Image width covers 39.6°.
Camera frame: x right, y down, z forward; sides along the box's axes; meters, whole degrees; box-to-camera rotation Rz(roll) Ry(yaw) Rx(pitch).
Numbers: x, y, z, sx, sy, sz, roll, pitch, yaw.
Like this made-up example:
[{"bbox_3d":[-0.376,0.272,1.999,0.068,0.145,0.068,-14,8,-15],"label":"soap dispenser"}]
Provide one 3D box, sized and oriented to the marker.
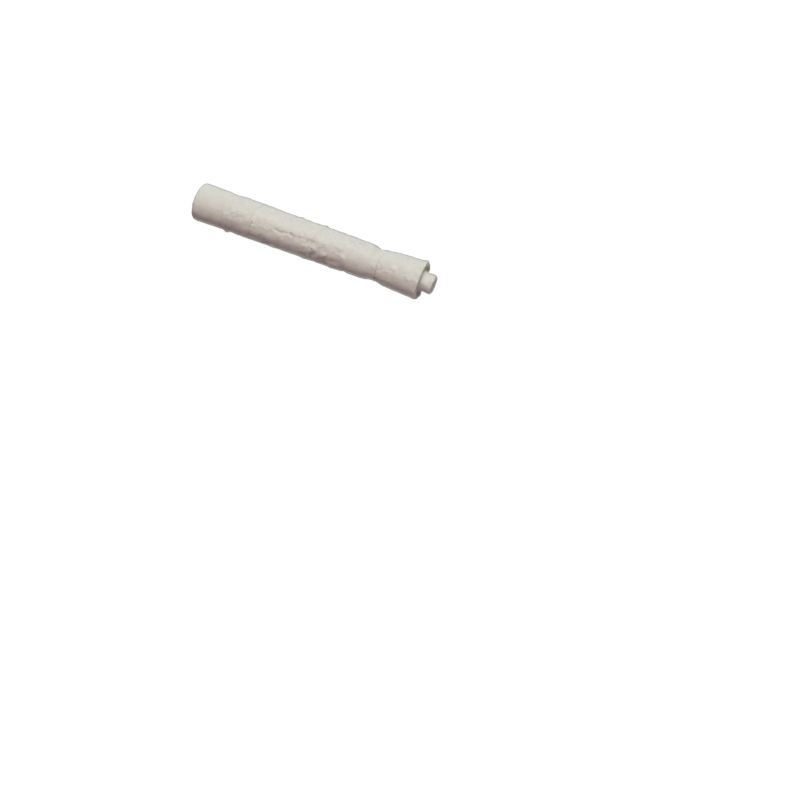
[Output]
[{"bbox_3d":[-0.041,-0.074,0.518,0.125,0.019,0.019,22,9,16],"label":"marker"}]
